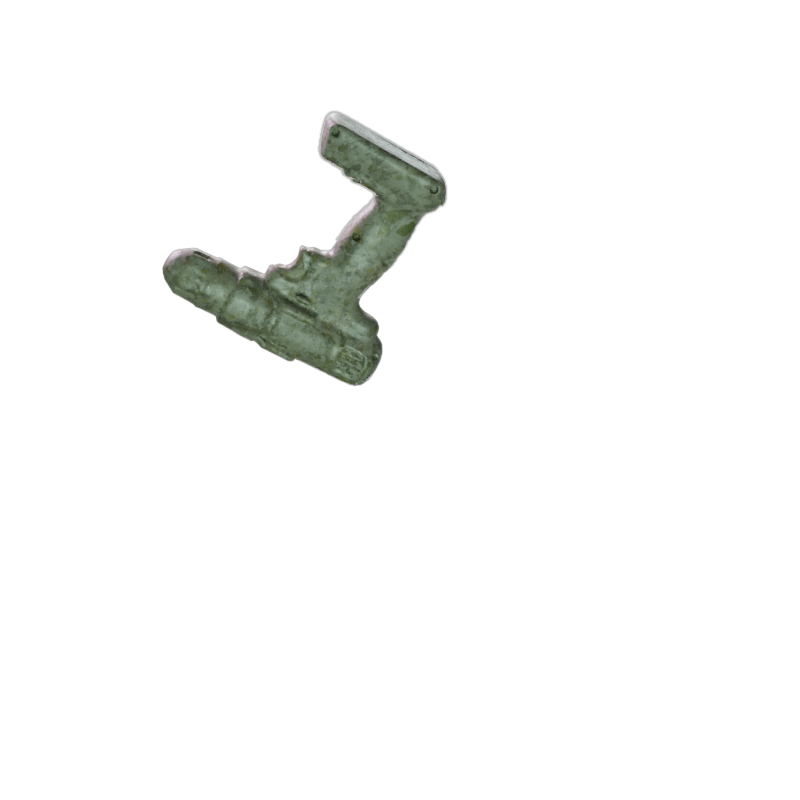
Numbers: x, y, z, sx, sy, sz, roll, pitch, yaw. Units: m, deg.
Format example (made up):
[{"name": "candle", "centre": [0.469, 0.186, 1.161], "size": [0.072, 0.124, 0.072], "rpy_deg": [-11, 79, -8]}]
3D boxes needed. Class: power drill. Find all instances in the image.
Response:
[{"name": "power drill", "centre": [-0.066, -0.121, 0.845], "size": [0.180, 0.183, 0.060], "rpy_deg": [28, 18, -11]}]
